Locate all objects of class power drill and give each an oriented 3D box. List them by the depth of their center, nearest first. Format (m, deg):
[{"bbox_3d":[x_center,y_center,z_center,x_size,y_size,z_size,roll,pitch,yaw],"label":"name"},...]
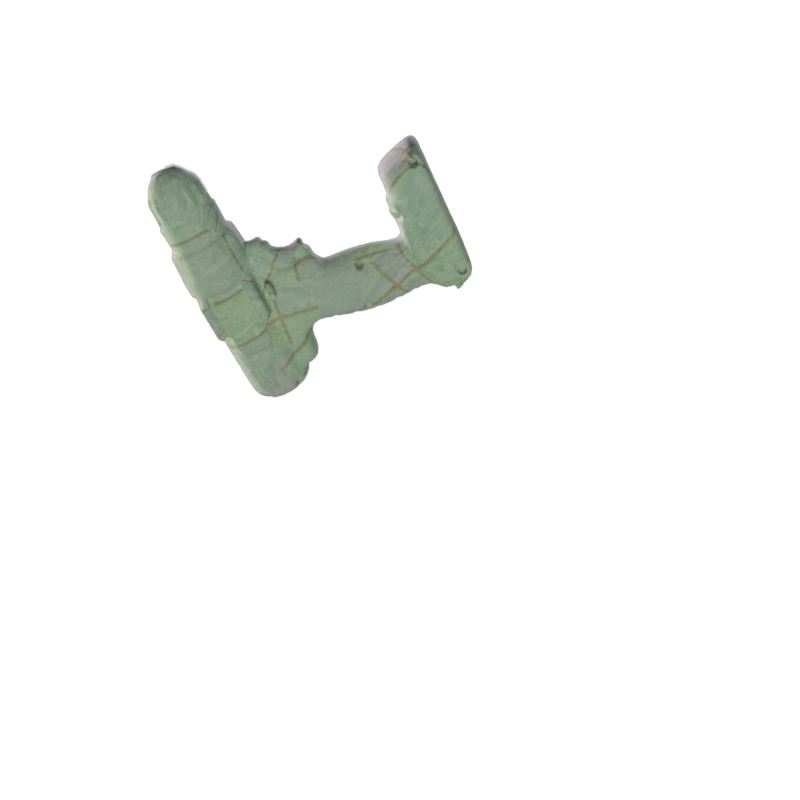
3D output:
[{"bbox_3d":[-0.060,-0.109,0.763,0.188,0.174,0.061,-24,24,11],"label":"power drill"}]
